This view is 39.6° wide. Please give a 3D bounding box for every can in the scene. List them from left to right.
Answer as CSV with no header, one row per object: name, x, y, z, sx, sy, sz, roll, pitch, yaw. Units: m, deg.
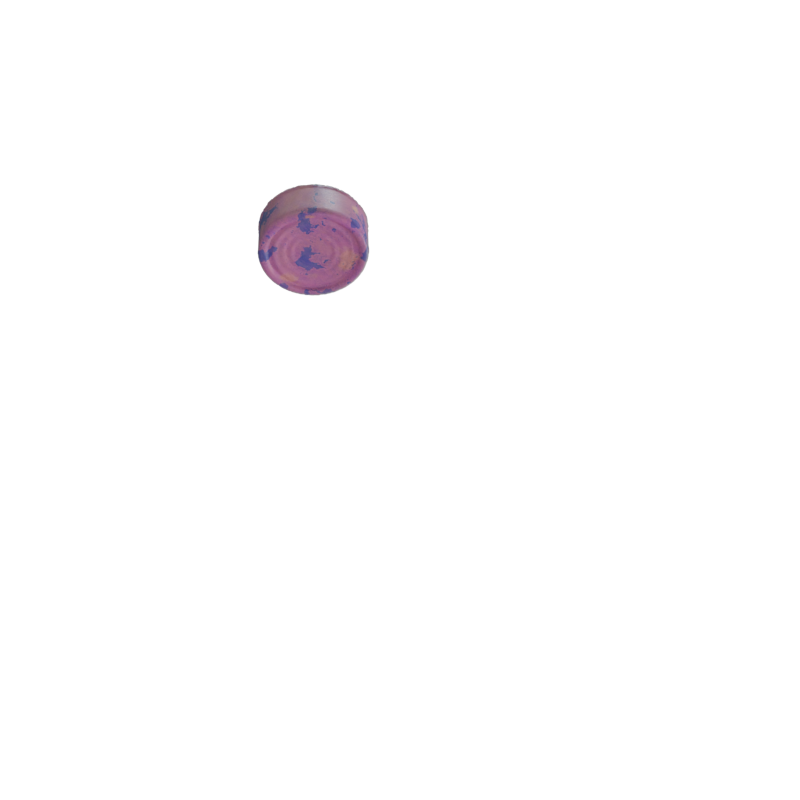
can,-0.066,-0.121,0.849,0.086,0.080,0.036,1,43,-1
